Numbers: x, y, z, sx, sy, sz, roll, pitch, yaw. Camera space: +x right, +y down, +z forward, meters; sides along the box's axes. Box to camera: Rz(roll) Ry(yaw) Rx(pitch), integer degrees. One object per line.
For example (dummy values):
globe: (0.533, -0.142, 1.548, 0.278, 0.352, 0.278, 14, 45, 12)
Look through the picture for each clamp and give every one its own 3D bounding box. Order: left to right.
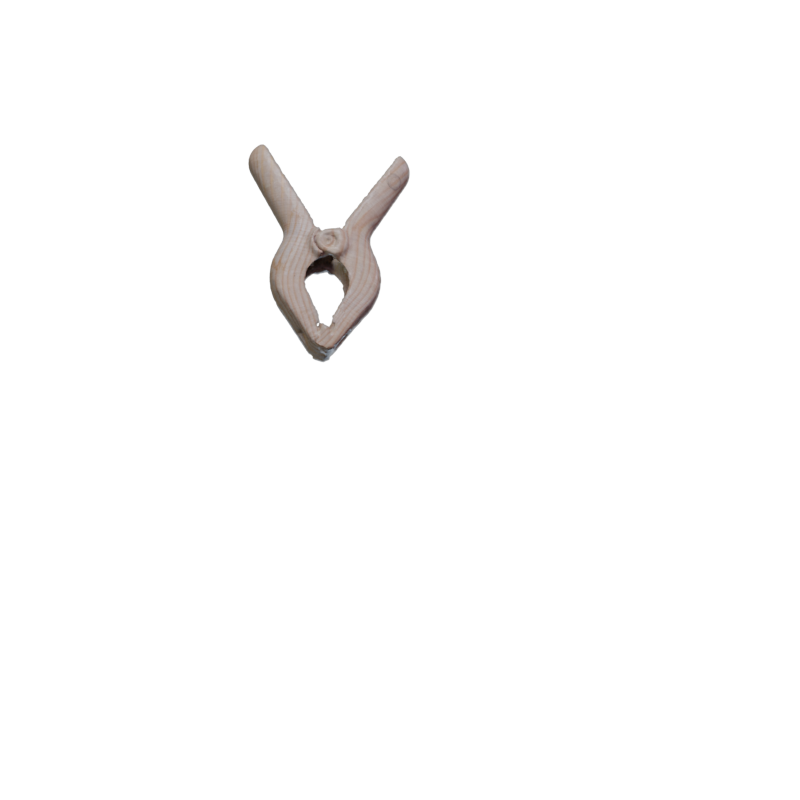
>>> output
clamp: (-0.063, -0.115, 0.802, 0.121, 0.181, 0.037, 8, -29, 4)
